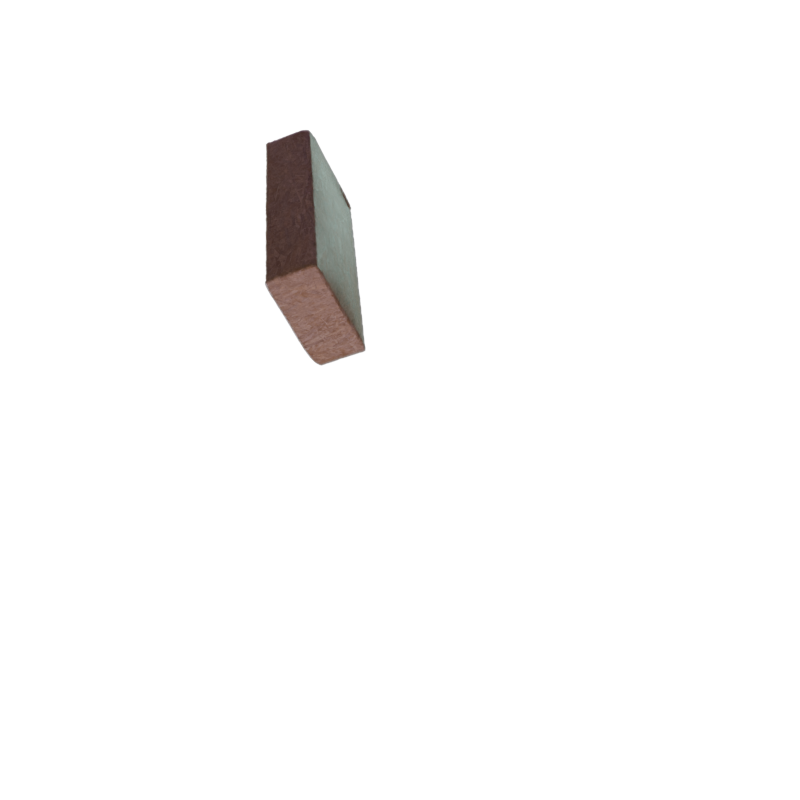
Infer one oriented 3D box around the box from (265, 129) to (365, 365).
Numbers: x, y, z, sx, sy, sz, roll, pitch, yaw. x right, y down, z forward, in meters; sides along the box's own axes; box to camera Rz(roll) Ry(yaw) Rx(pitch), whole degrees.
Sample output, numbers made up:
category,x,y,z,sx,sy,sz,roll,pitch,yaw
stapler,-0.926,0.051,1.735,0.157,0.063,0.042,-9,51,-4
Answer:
category,x,y,z,sx,sy,sz,roll,pitch,yaw
box,-0.066,-0.121,0.847,0.048,0.189,0.086,-18,-47,13
